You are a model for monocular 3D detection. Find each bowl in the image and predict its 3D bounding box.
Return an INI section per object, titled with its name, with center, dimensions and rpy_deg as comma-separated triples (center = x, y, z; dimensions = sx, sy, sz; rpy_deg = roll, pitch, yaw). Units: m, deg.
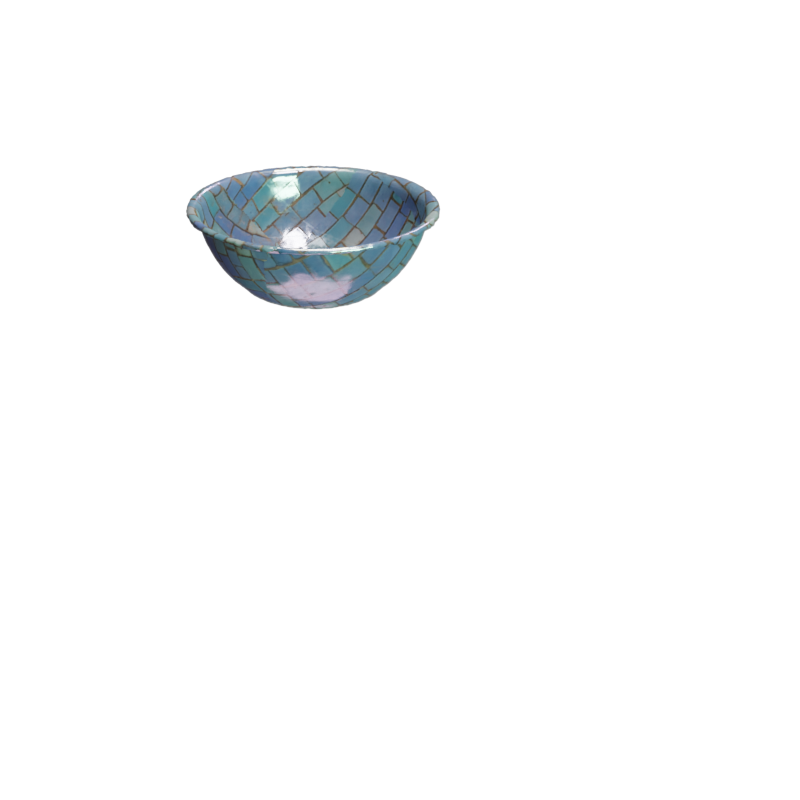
[bowl]
center = -0.056, -0.102, 0.717
dimensions = 0.162, 0.052, 0.171
rpy_deg = -1, 28, -2
